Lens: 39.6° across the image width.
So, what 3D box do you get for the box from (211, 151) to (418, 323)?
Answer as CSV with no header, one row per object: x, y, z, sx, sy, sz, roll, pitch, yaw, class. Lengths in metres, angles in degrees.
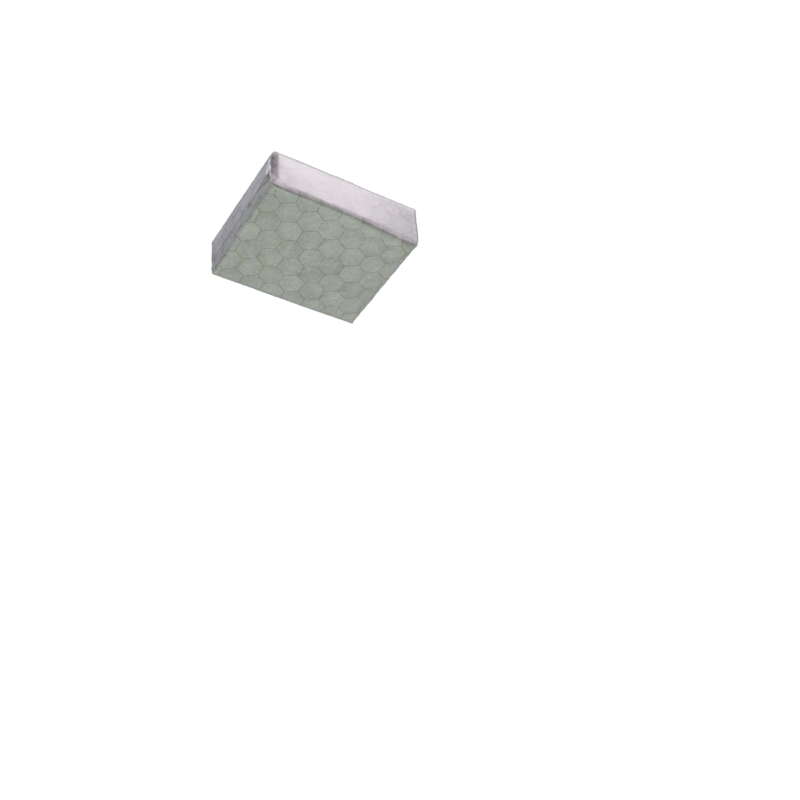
-0.058,-0.106,0.740,0.109,0.042,0.087,22,-48,-22,box
